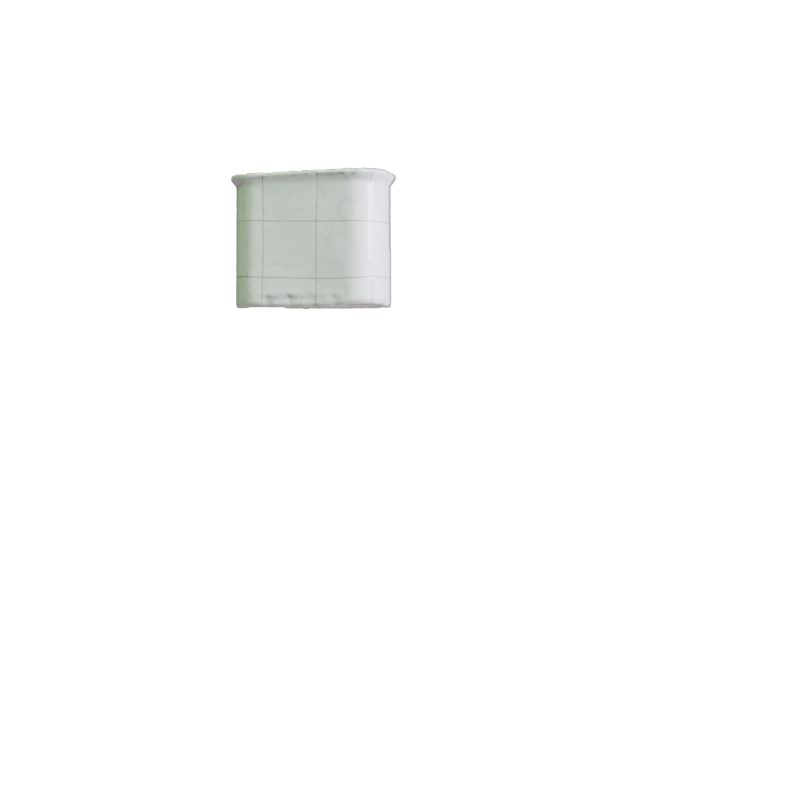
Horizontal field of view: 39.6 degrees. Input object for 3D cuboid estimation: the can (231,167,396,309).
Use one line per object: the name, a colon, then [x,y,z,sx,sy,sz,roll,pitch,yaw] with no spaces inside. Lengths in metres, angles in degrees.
can: [-0.055,-0.100,0.700,0.104,0.085,0.056,0,-2,18]
